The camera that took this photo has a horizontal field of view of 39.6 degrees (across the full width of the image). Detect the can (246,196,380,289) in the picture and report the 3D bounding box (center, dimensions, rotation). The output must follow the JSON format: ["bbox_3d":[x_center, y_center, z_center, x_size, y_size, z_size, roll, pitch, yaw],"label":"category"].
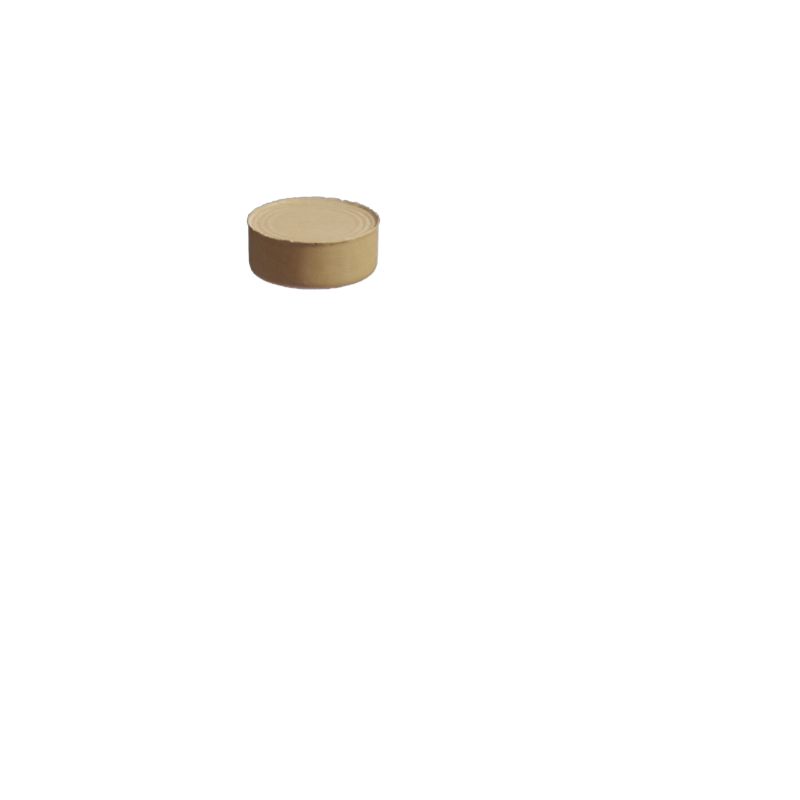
[{"bbox_3d":[-0.056,-0.103,0.718,0.086,0.032,0.091,-1,27,-2],"label":"can"}]
